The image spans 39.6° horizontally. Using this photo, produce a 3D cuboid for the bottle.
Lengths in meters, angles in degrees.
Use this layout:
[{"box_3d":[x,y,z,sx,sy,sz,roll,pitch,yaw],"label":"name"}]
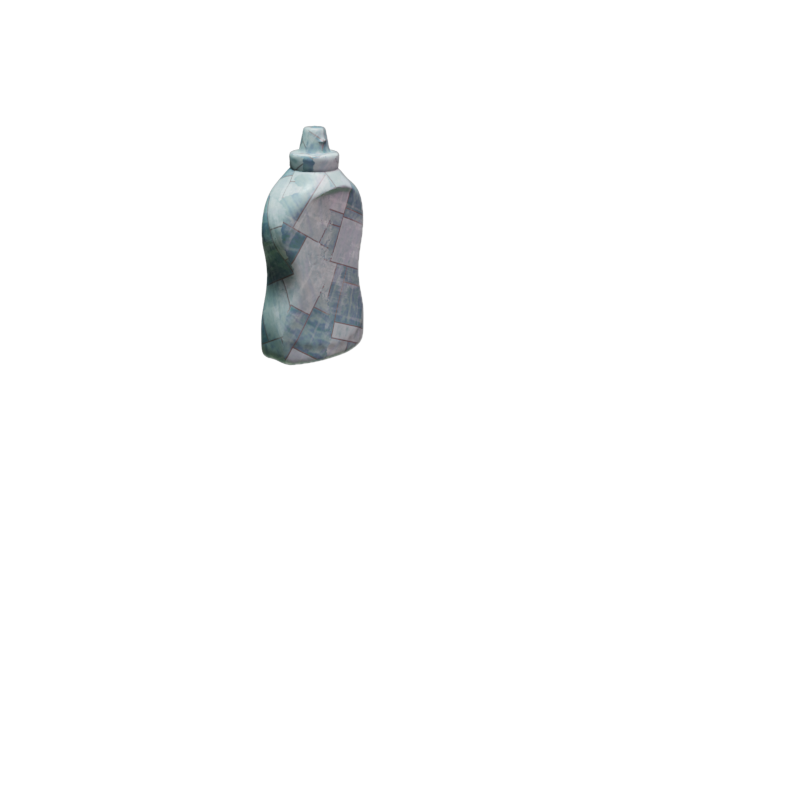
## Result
[{"box_3d":[-0.072,-0.131,0.921,0.094,0.185,0.062,-14,21,-43],"label":"bottle"}]
